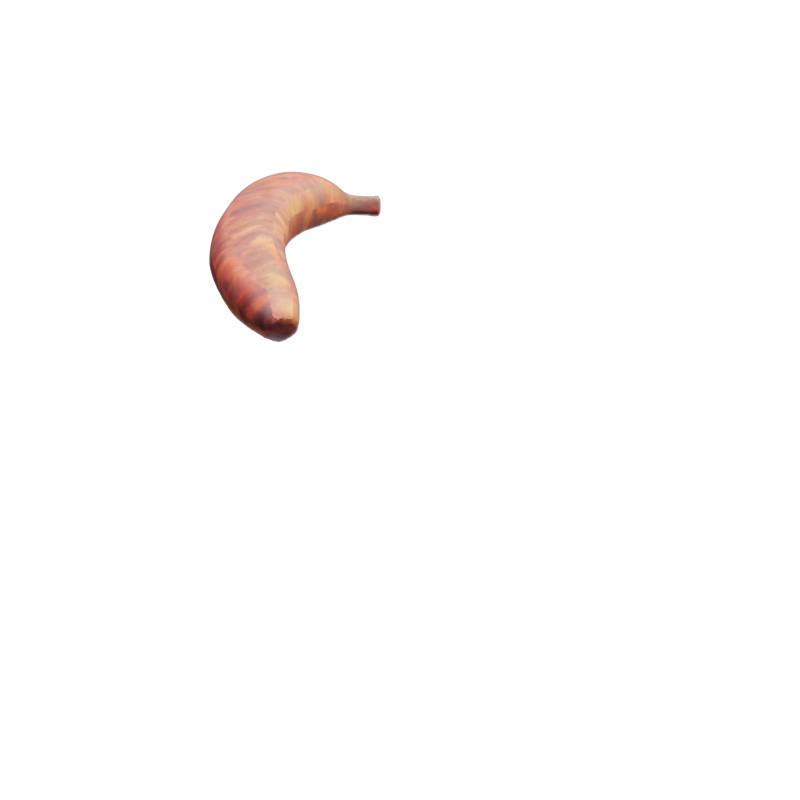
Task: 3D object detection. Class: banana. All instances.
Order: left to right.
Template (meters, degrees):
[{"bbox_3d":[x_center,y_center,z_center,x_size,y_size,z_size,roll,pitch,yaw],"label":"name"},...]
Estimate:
[{"bbox_3d":[-0.062,-0.085,0.571,0.071,0.035,0.205,5,28,10],"label":"banana"}]
